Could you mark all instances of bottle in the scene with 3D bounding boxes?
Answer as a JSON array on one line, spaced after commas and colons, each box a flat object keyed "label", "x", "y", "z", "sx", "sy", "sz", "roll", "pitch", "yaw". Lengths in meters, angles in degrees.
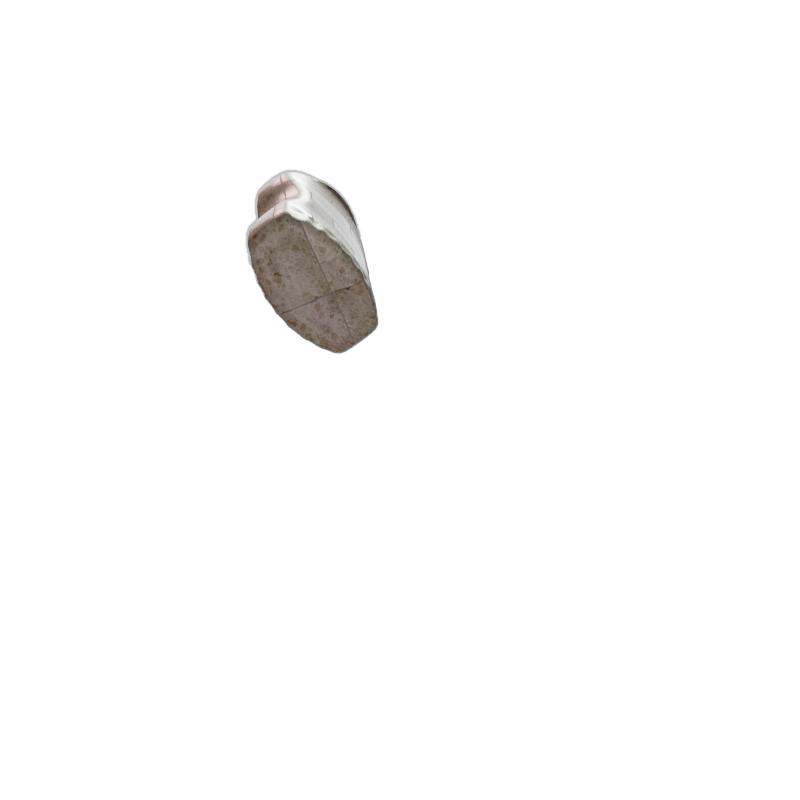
[{"label": "bottle", "x": -0.059, "y": -0.107, "z": 0.752, "sx": 0.058, "sy": 0.092, "sz": 0.201, "roll": -38, "pitch": 20, "yaw": 12}]
